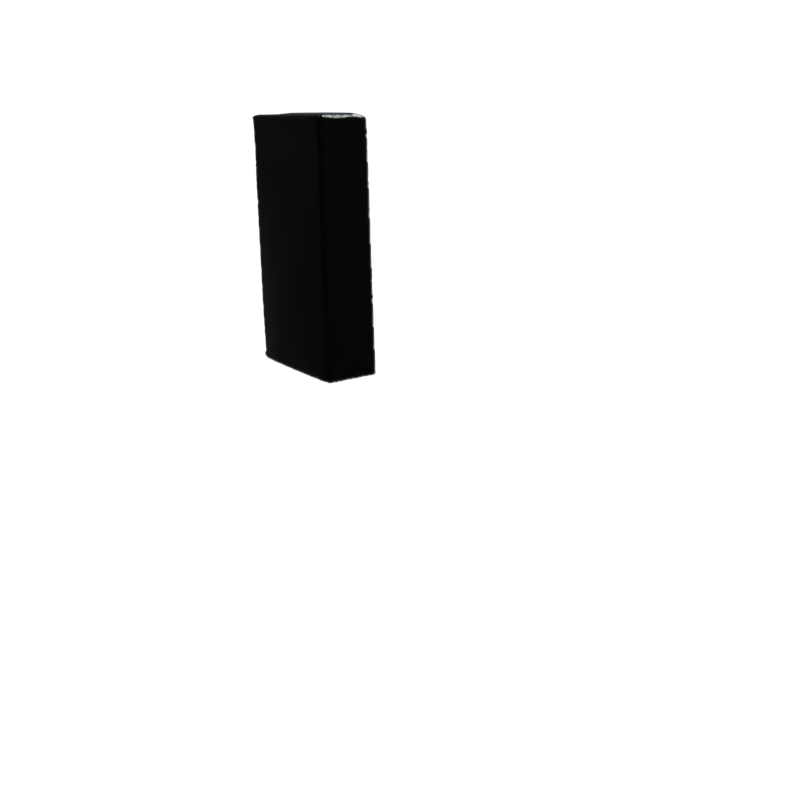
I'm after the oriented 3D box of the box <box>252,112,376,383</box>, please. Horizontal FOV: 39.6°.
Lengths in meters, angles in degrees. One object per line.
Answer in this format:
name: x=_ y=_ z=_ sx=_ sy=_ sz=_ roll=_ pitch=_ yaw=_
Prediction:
box: x=-0.059 y=-0.109 z=0.761 sx=0.047 sy=0.173 sz=0.098 roll=-5 pitch=10 yaw=-33
